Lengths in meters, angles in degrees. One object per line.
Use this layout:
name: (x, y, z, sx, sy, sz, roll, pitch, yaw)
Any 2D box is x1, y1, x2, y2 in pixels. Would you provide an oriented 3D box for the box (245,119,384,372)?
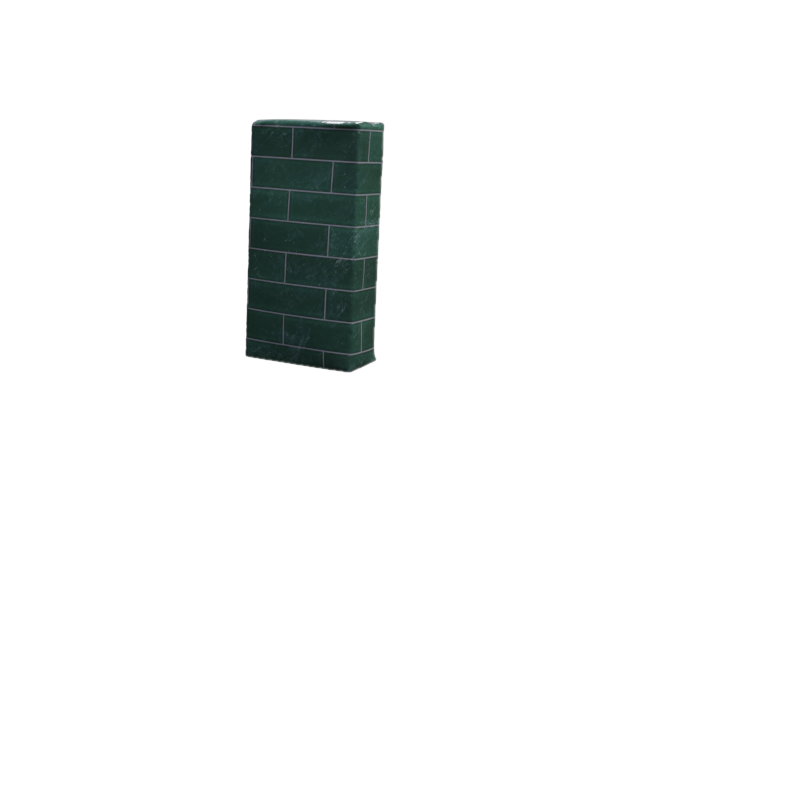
box: (-0.063, -0.115, 0.804, 0.097, 0.173, 0.047, 6, 10, 28)
